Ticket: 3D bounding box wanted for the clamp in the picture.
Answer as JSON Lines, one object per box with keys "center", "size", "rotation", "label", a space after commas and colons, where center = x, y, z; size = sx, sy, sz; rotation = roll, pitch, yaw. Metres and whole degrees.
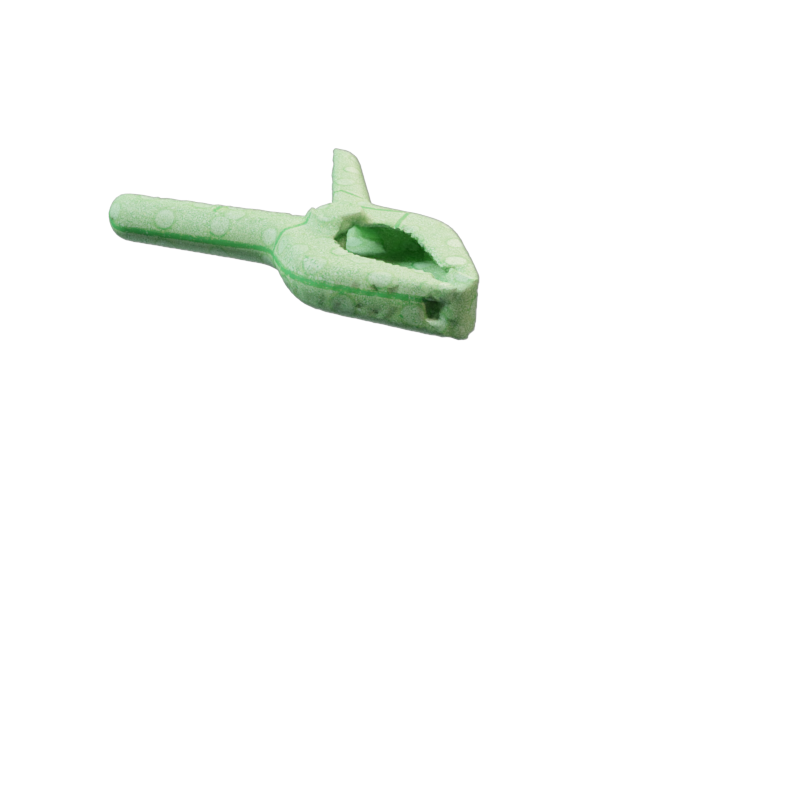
{"center": [-0.045, -0.082, 0.572], "size": [0.162, 0.034, 0.226], "rotation": [-17, 34, -27], "label": "clamp"}
